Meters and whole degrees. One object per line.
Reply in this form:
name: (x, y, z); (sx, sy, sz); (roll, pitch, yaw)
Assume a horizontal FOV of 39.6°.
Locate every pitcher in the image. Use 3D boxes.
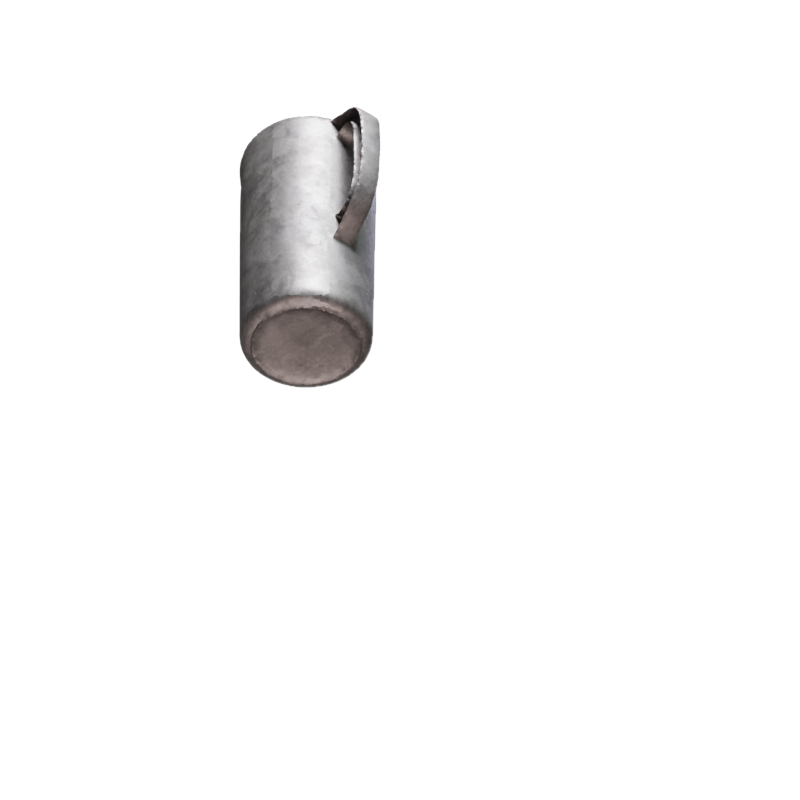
pitcher: (-0.076, -0.139, 0.971); (0.146, 0.138, 0.261); (-9, 44, 5)
